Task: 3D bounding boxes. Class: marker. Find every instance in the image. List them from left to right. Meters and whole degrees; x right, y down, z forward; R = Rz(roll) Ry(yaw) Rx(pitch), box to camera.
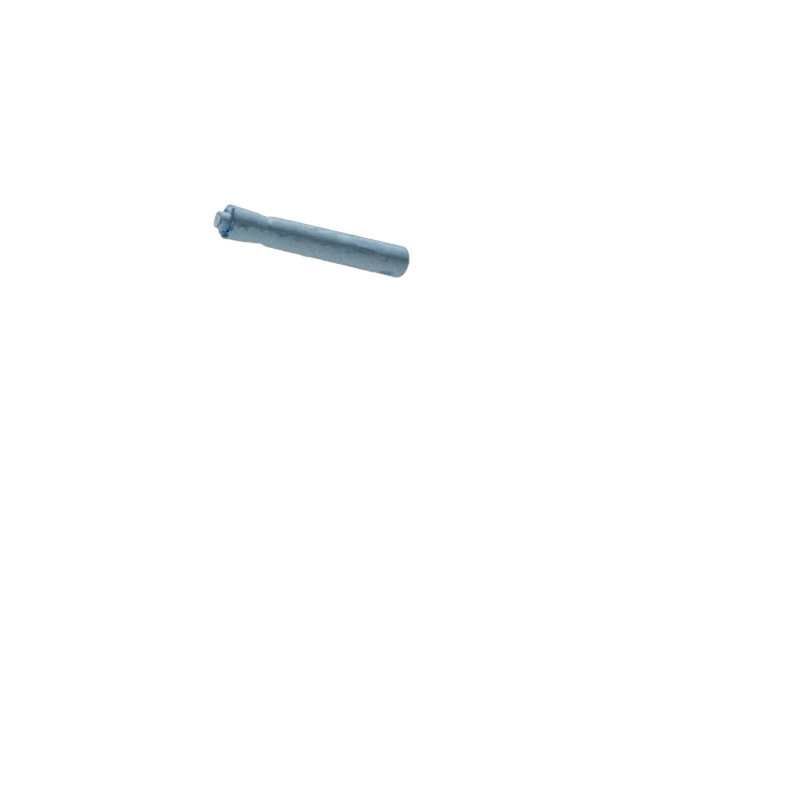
[{"bbox_3d":[-0.048,-0.088,0.614,0.115,0.020,0.020,9,-1,-32],"label":"marker"}]
